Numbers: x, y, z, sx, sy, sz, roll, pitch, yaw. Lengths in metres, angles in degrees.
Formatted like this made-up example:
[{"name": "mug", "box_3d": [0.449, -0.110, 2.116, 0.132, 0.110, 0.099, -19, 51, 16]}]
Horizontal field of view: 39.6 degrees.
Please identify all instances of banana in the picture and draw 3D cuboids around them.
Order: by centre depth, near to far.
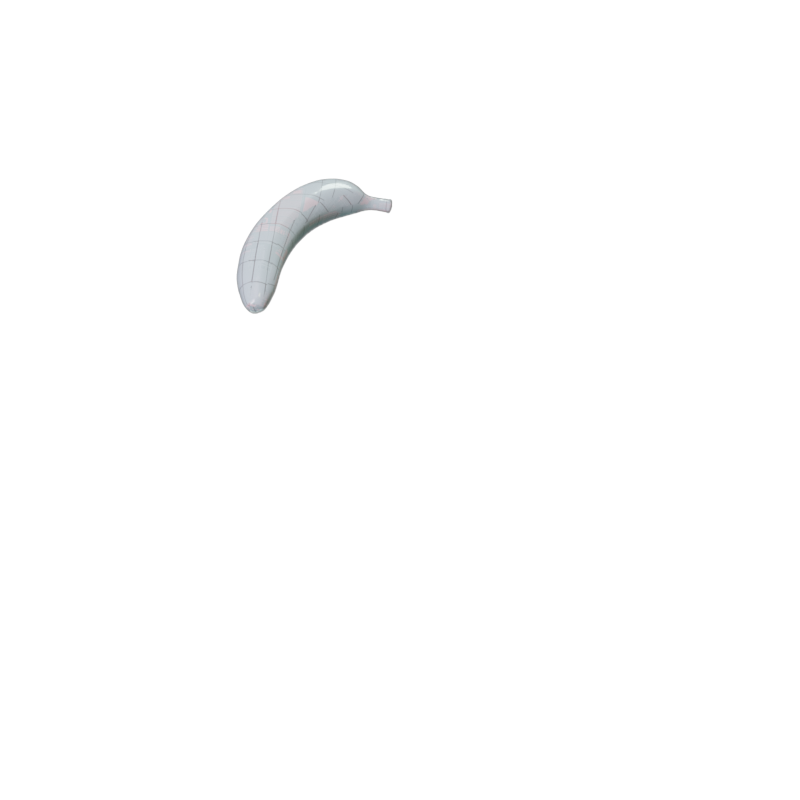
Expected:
[{"name": "banana", "box_3d": [-0.085, -0.140, 0.925, 0.073, 0.034, 0.201, 22, 45, 24]}]
